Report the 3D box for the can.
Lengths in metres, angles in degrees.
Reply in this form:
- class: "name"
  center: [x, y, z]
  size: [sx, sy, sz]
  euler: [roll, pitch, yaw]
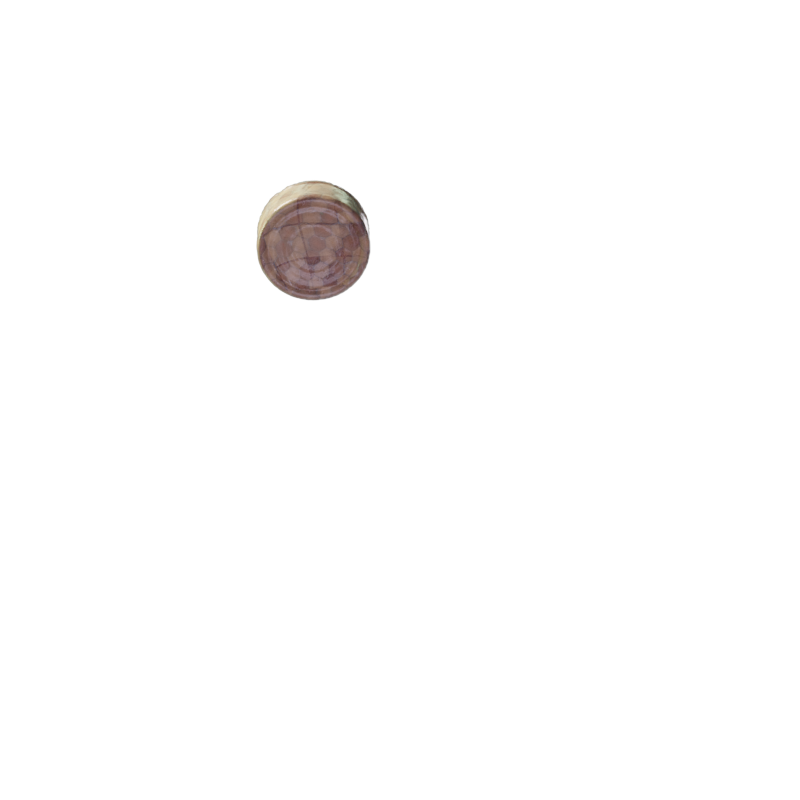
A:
- class: "can"
  center: [-0.065, -0.118, 0.830]
  size: [0.086, 0.081, 0.035]
  euler: [1, 25, -1]
